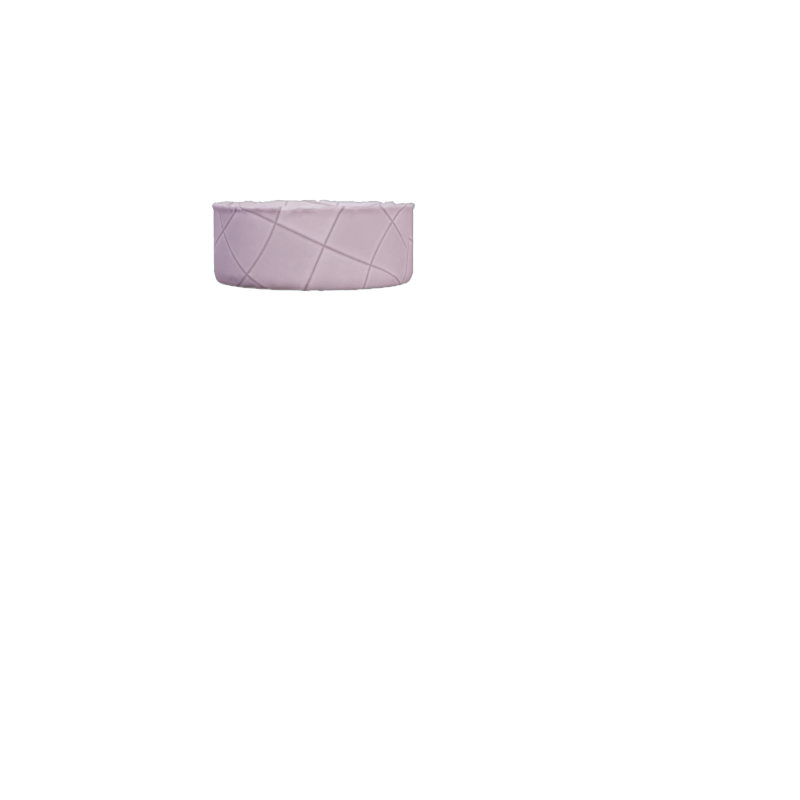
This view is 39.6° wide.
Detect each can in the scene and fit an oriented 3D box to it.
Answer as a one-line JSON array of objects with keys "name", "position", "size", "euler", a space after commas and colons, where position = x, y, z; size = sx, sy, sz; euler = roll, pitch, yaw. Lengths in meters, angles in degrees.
[{"name": "can", "position": [-0.037, -0.067, 0.470], "size": [0.086, 0.033, 0.088], "euler": [0, 11, -2]}]
